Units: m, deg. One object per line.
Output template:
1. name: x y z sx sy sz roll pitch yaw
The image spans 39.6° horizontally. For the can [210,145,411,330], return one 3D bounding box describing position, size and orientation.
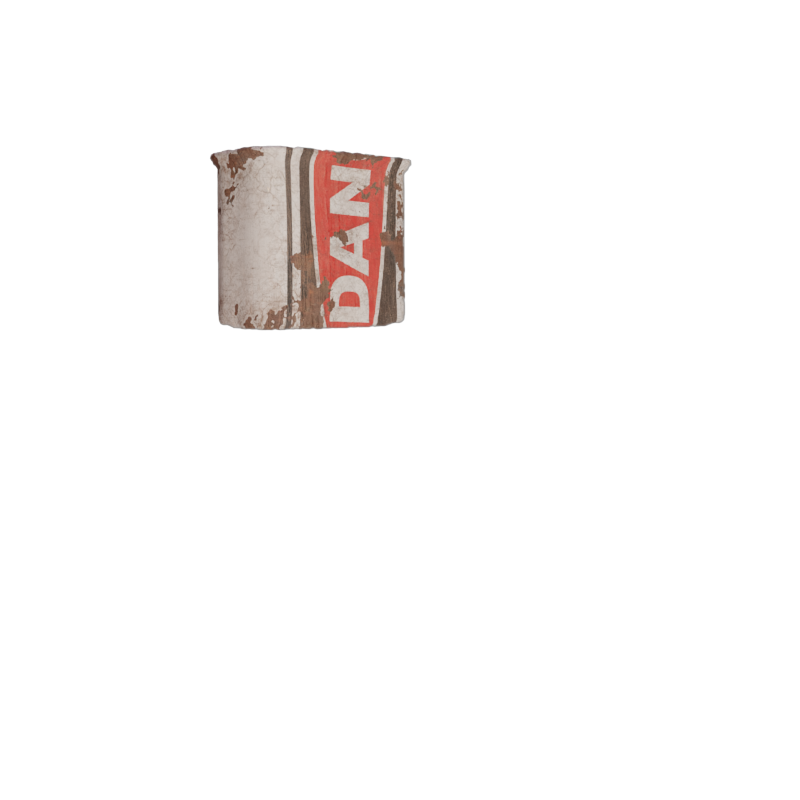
1. can: -0.043 -0.078 0.545 0.098 0.084 0.060 -2 2 -43
